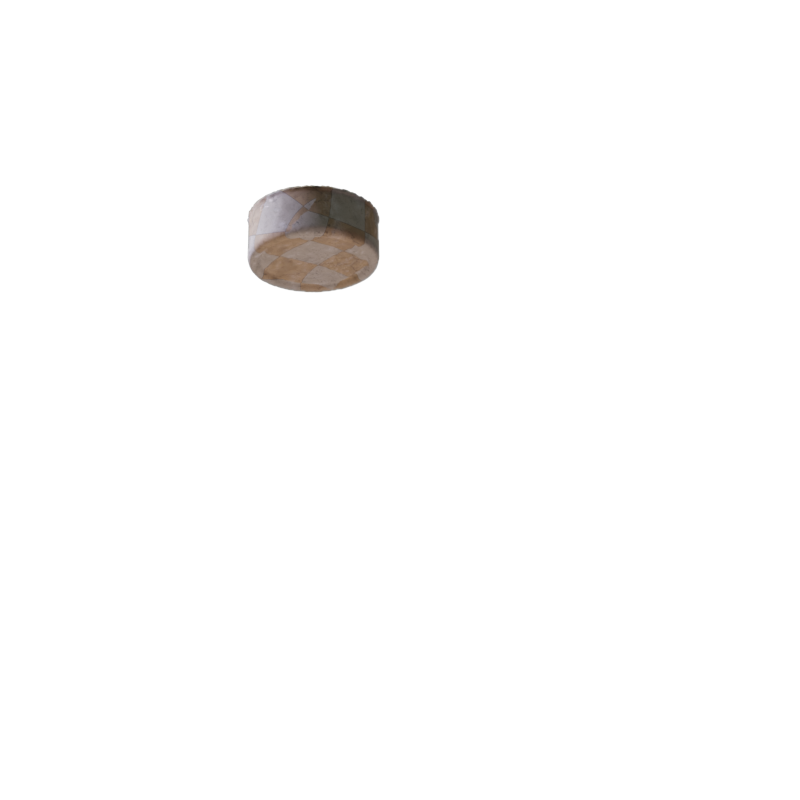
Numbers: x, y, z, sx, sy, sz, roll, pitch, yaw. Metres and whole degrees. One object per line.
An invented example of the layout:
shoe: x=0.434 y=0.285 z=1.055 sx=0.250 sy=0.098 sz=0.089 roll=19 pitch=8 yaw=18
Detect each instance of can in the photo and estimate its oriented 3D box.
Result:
can: x=-0.056 y=-0.102 z=0.715 sx=0.086 sy=0.035 sz=0.081 roll=1 pitch=-23 yaw=-2
